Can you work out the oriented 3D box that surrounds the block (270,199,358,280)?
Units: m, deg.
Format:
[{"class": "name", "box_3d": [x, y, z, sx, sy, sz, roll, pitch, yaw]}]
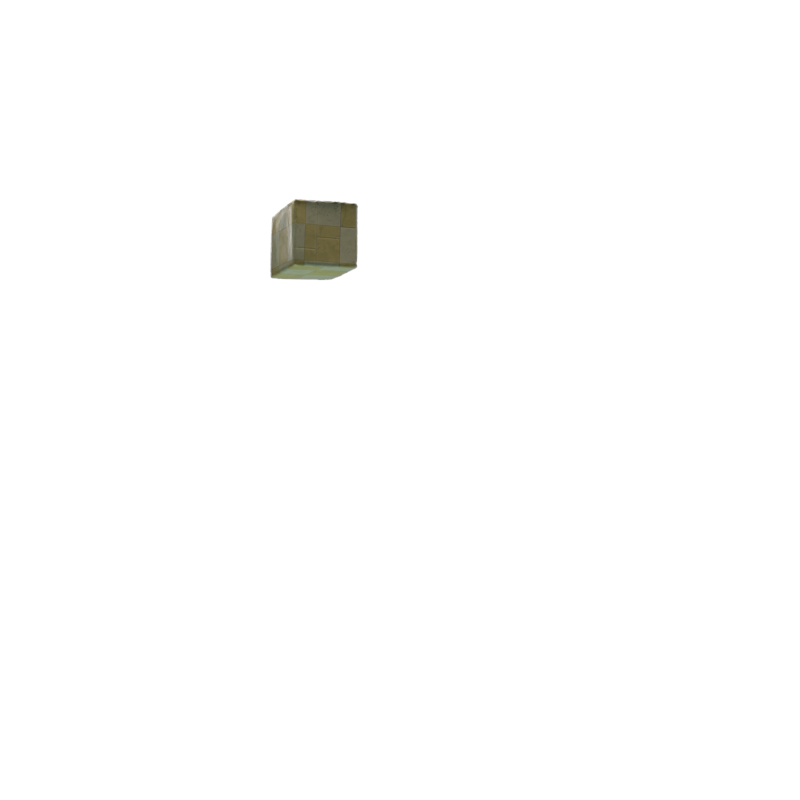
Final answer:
[{"class": "block", "box_3d": [-0.069, -0.126, 0.880, 0.051, 0.052, 0.079, 2, -5, -19]}]
